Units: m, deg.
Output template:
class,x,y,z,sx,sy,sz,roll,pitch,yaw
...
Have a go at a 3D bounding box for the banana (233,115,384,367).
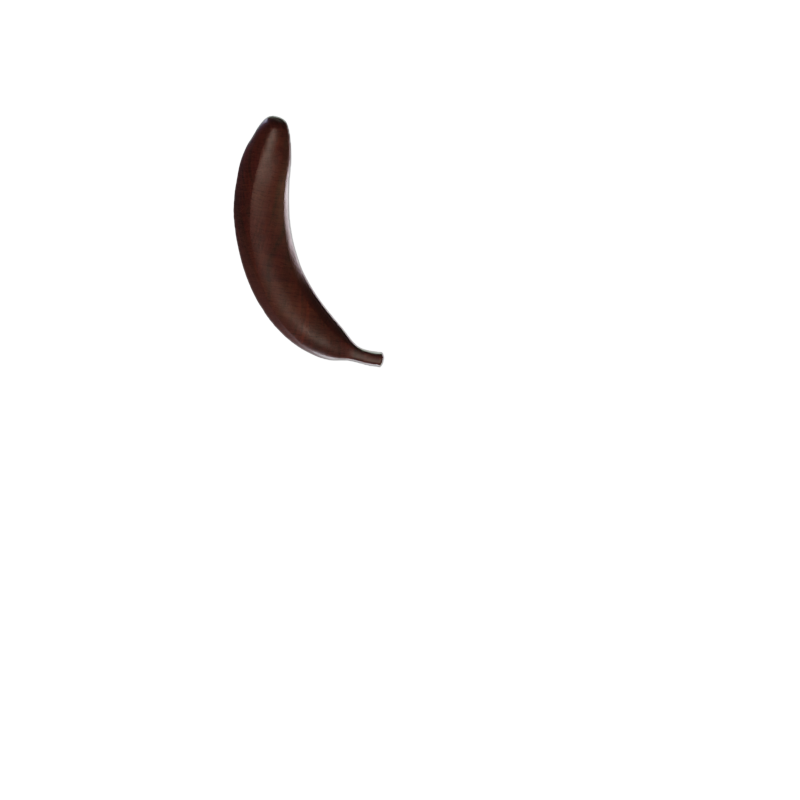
class,x,y,z,sx,sy,sz,roll,pitch,yaw
banana,-0.075,-0.098,0.755,0.070,0.185,0.039,-19,27,9
